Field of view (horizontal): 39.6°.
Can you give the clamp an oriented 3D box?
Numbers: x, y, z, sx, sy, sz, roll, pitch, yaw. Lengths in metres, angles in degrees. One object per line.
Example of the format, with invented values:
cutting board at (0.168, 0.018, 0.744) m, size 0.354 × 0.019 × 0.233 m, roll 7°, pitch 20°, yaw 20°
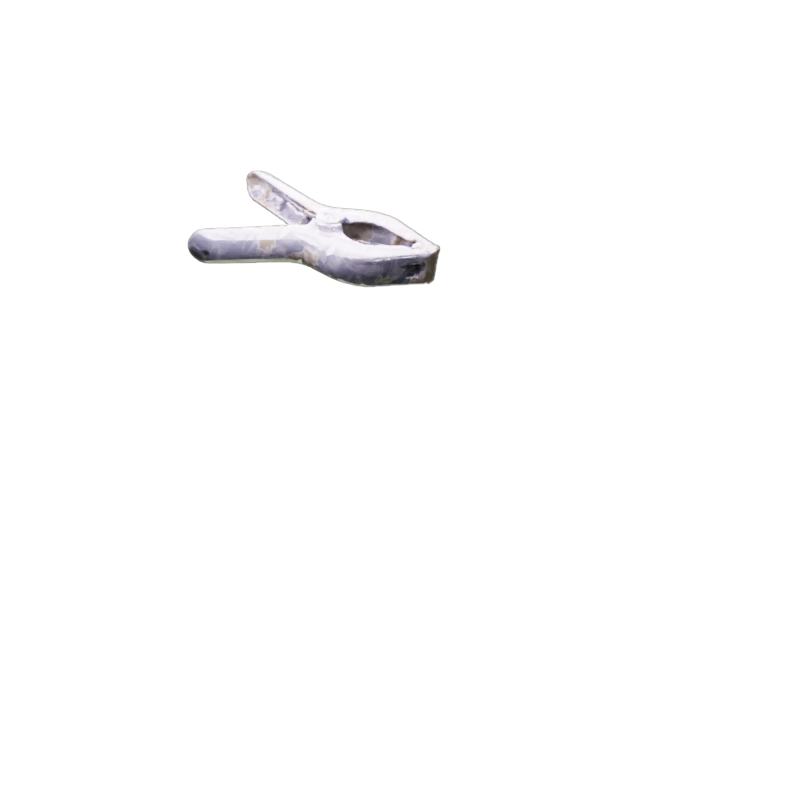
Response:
clamp at (-0.061, -0.112, 0.785) m, size 0.178 × 0.037 × 0.124 m, roll 18°, pitch 43°, yaw 21°
